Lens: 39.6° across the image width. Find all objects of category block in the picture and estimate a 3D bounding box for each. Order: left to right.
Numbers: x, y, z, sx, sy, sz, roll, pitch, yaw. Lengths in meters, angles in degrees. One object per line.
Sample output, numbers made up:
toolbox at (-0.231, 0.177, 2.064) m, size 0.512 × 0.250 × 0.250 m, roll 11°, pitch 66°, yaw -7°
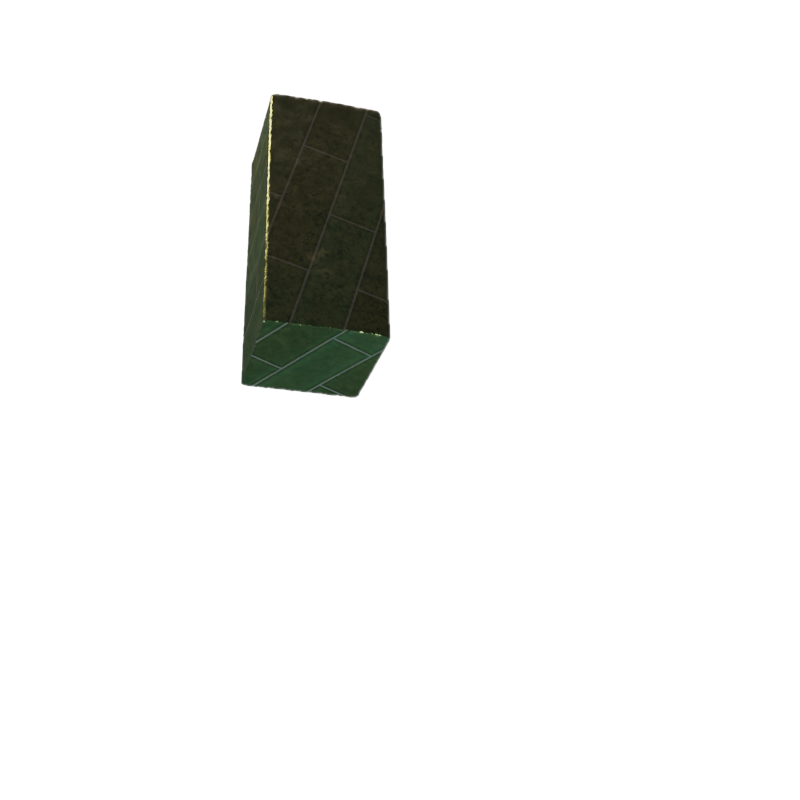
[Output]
block at (-0.064, -0.118, 0.829) m, size 0.088 × 0.220 × 0.086 m, roll 7°, pitch -35°, yaw -14°
